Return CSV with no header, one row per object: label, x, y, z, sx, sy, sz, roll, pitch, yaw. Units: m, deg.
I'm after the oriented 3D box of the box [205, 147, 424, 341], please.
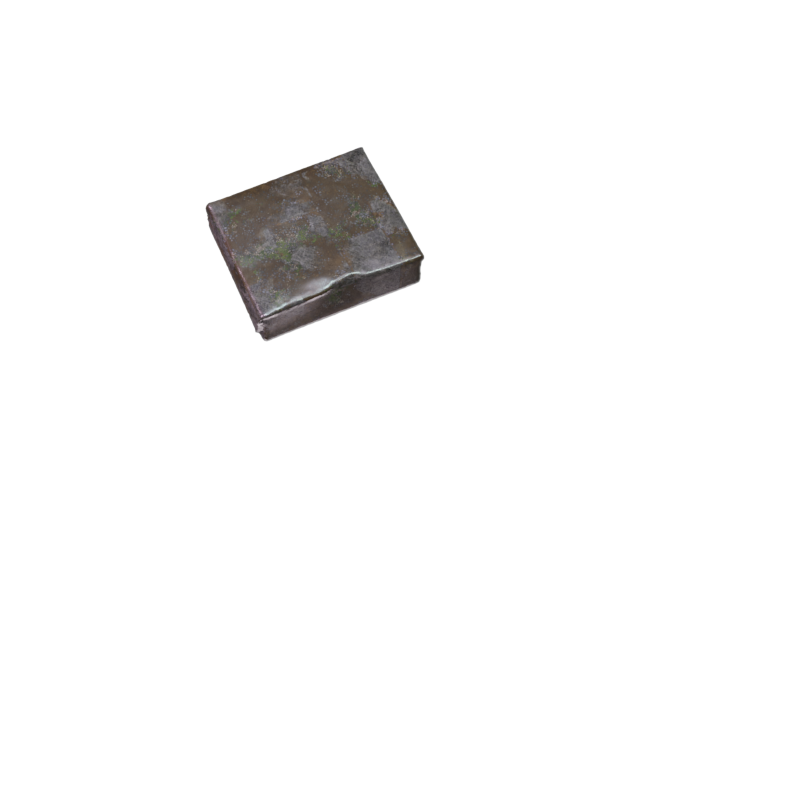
box,-0.044,-0.079,0.557,0.089,0.078,0.028,-22,-27,-12
